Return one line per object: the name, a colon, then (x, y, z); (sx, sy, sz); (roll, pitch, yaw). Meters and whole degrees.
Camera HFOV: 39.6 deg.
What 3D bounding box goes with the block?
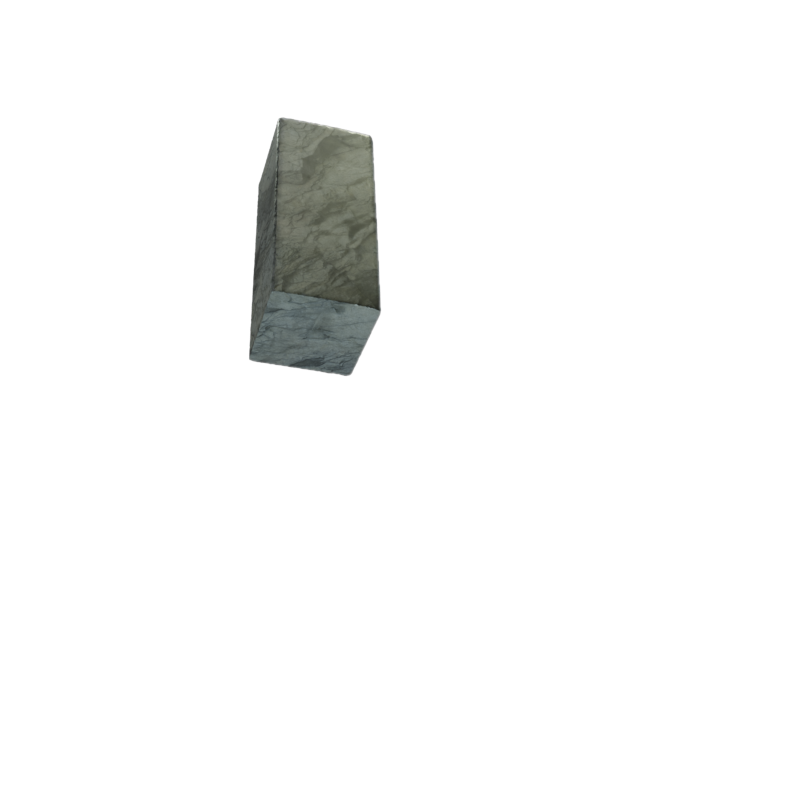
block: (-0.074, -0.136, 0.949); (0.088, 0.221, 0.086); (9, -42, -14)
